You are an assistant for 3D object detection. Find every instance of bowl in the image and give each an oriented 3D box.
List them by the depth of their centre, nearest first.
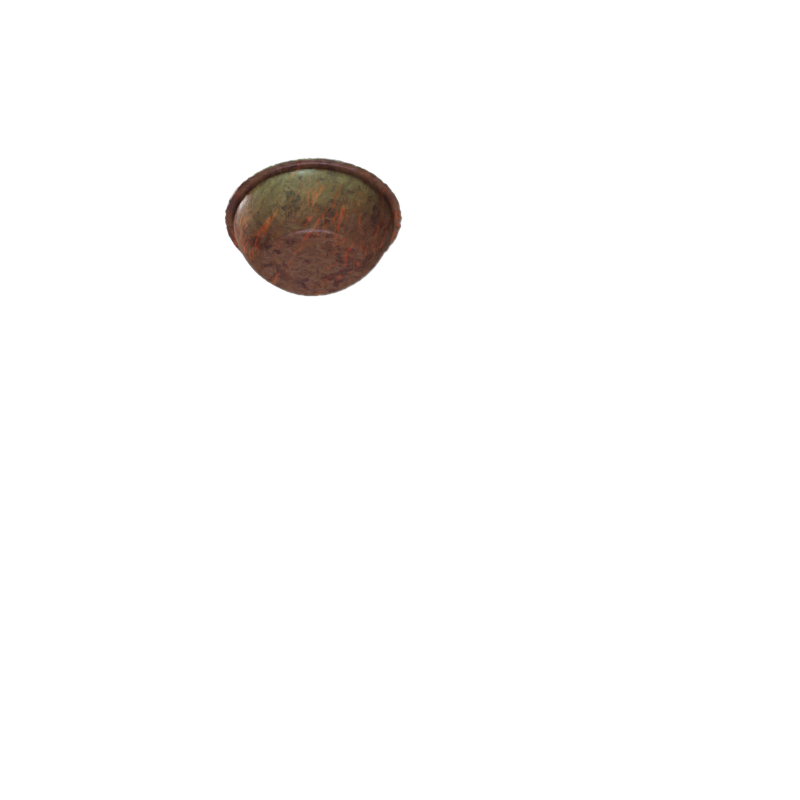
[{"bbox_3d":[-0.078,-0.143,0.999,0.162,0.059,0.151,1,-37,-2],"label":"bowl"}]
